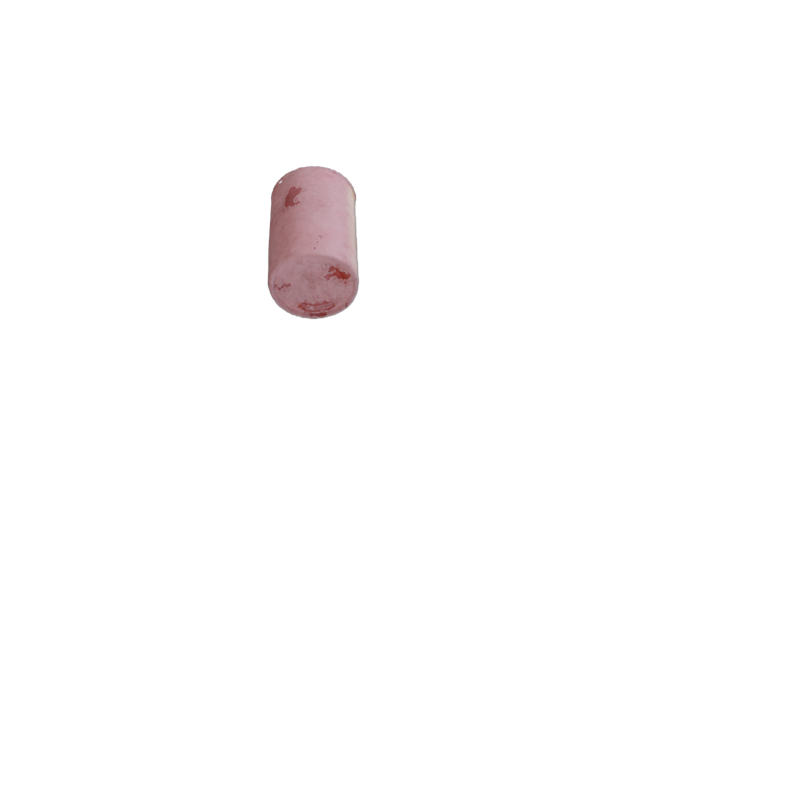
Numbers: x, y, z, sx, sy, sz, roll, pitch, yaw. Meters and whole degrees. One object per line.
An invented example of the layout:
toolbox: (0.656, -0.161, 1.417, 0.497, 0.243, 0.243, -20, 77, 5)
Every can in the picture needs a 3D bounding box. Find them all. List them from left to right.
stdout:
can: (-0.066, -0.120, 0.842, 0.068, 0.110, 0.064, -1, -44, -3)
